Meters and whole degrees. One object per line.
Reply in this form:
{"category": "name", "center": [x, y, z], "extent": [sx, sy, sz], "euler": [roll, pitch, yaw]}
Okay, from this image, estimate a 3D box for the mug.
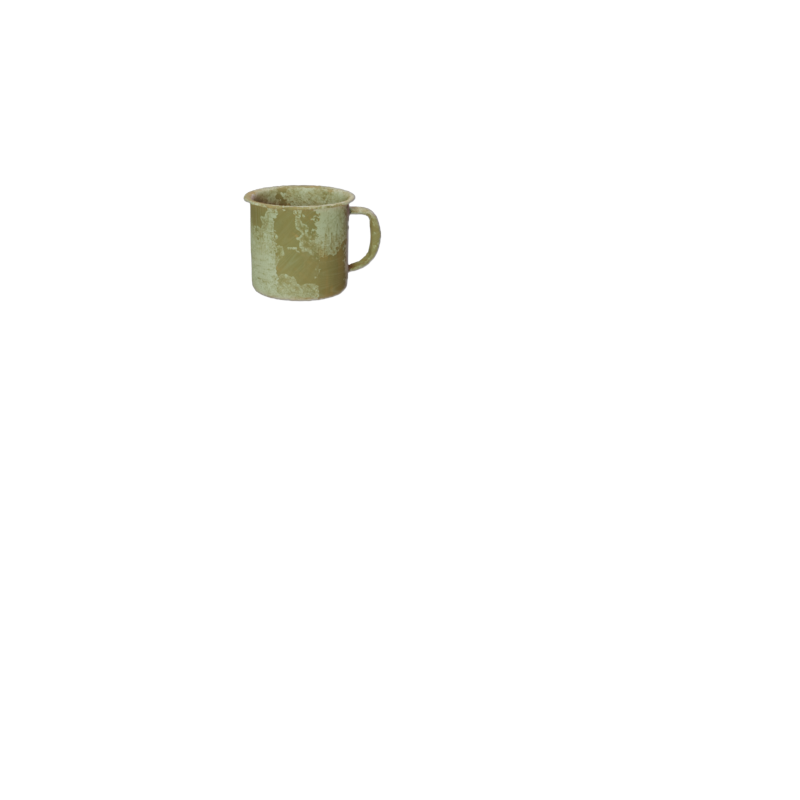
{"category": "mug", "center": [-0.073, -0.133, 0.933], "extent": [0.115, 0.079, 0.099], "euler": [-6, 20, -18]}
